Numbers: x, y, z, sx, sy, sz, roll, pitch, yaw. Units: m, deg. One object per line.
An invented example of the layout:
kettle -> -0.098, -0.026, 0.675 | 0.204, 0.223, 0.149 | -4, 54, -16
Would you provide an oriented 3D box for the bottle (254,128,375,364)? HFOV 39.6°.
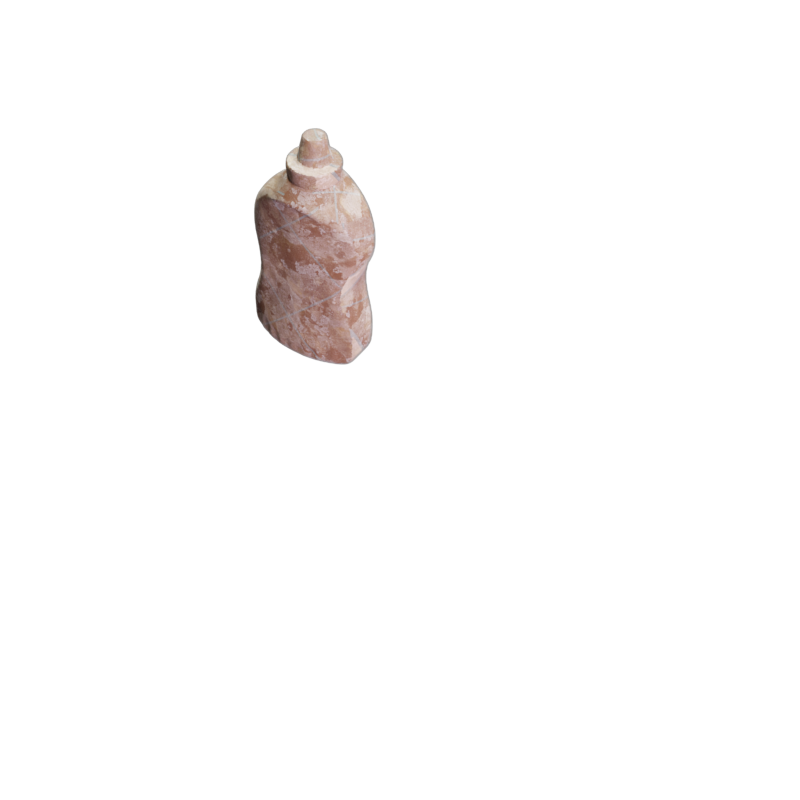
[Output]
bottle -> -0.065, -0.118, 0.828 | 0.101, 0.179, 0.059 | 29, 49, 24
